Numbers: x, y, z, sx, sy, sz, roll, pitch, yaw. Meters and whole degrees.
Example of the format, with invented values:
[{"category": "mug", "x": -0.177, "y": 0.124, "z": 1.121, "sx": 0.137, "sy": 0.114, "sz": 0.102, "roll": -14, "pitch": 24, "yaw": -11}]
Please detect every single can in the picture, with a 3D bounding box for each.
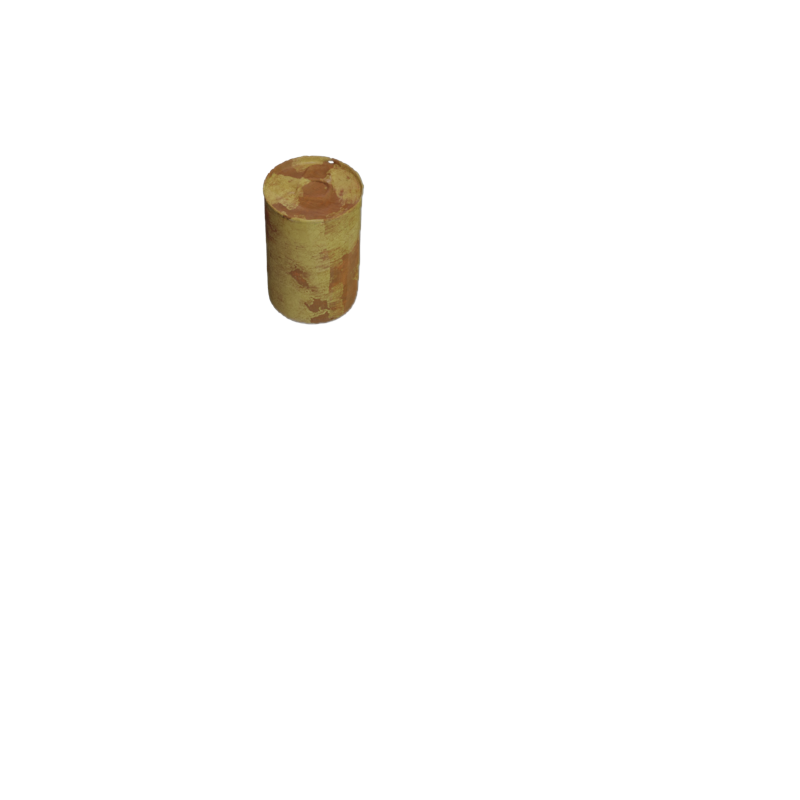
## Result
[{"category": "can", "x": -0.061, "y": -0.111, "z": 0.776, "sx": 0.068, "sy": 0.074, "sz": 0.095, "roll": 0, "pitch": -42, "yaw": -3}]
